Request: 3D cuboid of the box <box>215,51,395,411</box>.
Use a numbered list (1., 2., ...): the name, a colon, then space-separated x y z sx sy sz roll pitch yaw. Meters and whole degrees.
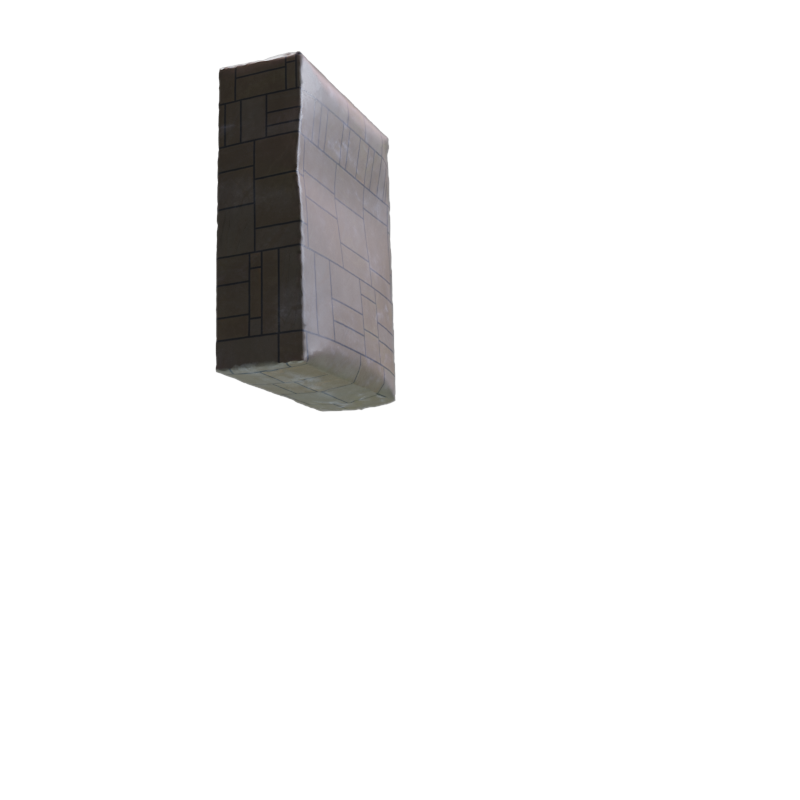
1. box: -0.061 -0.111 0.777 0.073 0.223 0.154 -8 -17 21
